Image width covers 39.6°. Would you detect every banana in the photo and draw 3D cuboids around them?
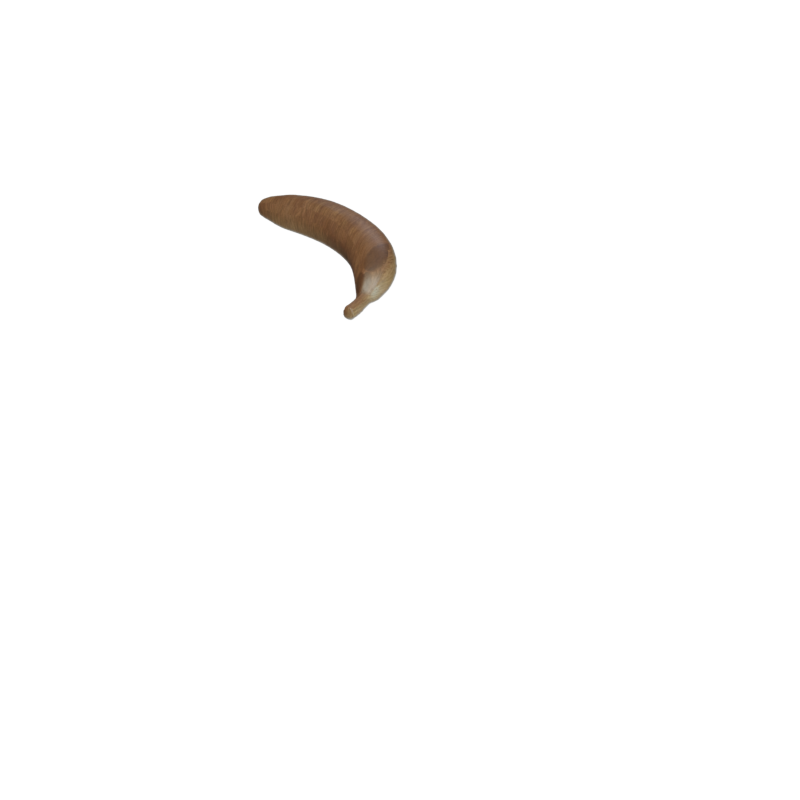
[{"bbox_3d":[-0.053,-0.132,0.915,0.068,0.035,0.213,-13,35,-21],"label":"banana"}]
